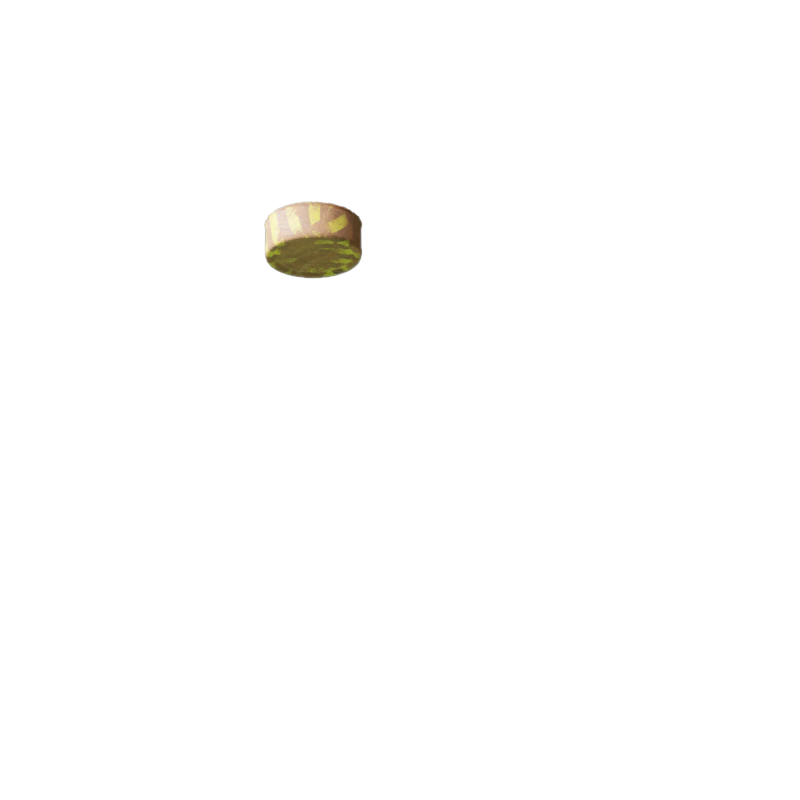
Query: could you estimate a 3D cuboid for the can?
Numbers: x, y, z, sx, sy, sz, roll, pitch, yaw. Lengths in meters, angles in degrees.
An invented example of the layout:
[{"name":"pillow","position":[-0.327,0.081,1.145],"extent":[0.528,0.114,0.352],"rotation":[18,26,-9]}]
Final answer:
[{"name":"can","position":[-0.076,-0.138,0.966],"extent":[0.086,0.035,0.082],"rotation":[0,-21,-2]}]
